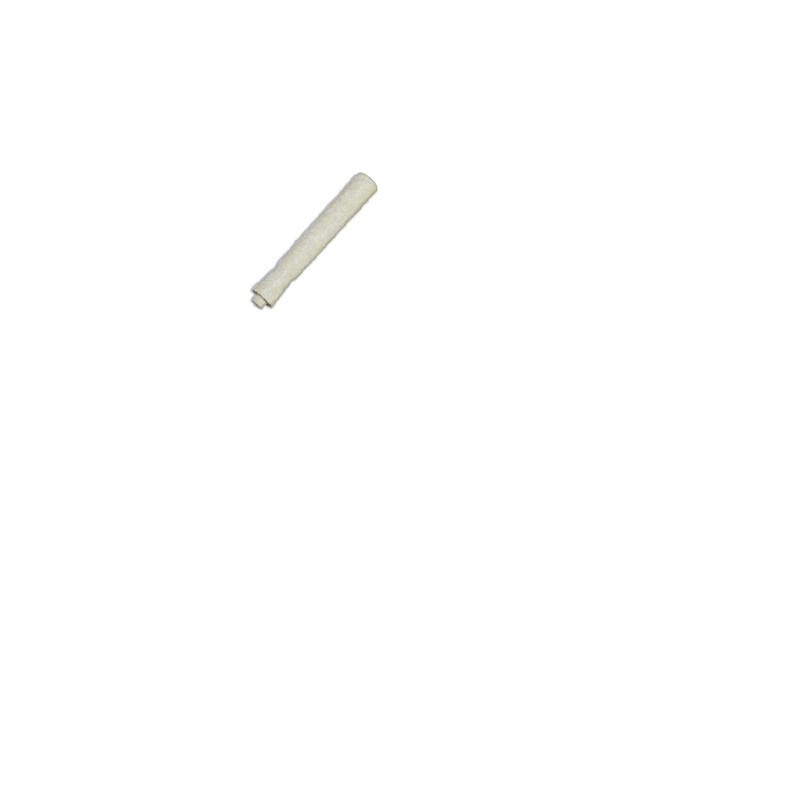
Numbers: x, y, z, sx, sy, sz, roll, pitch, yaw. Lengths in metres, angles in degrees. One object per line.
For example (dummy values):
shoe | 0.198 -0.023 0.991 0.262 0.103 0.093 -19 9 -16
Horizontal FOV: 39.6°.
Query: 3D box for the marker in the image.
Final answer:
marker | -0.061 -0.111 0.777 0.020 0.122 0.019 38 -14 7
